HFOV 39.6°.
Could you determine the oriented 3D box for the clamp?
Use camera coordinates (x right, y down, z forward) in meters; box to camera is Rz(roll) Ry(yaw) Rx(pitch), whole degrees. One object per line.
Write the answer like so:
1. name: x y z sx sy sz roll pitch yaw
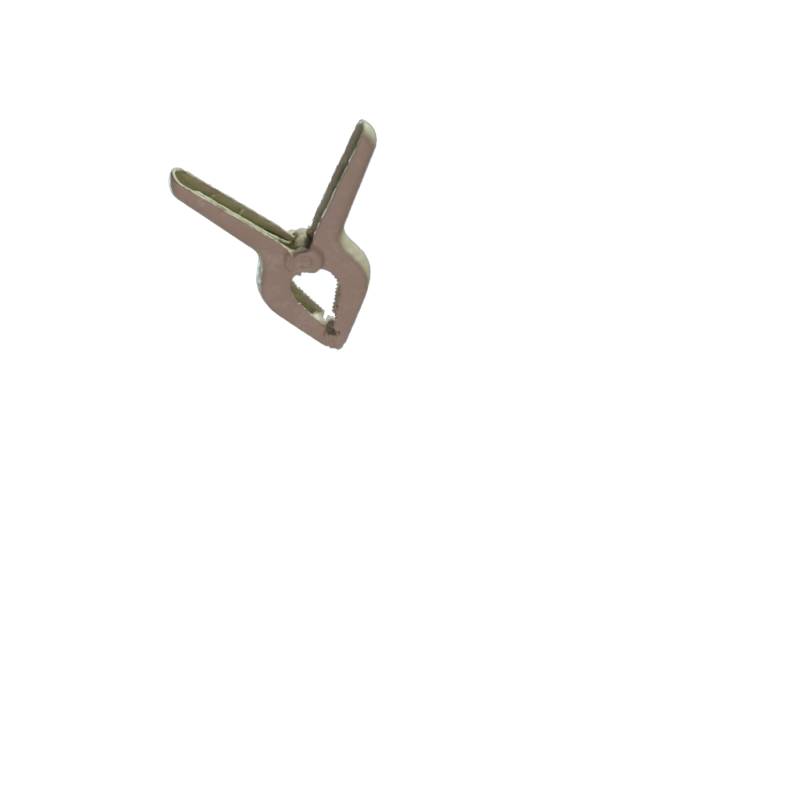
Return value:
1. clamp: -0.070 -0.128 0.896 0.165 0.194 0.039 -17 37 13
